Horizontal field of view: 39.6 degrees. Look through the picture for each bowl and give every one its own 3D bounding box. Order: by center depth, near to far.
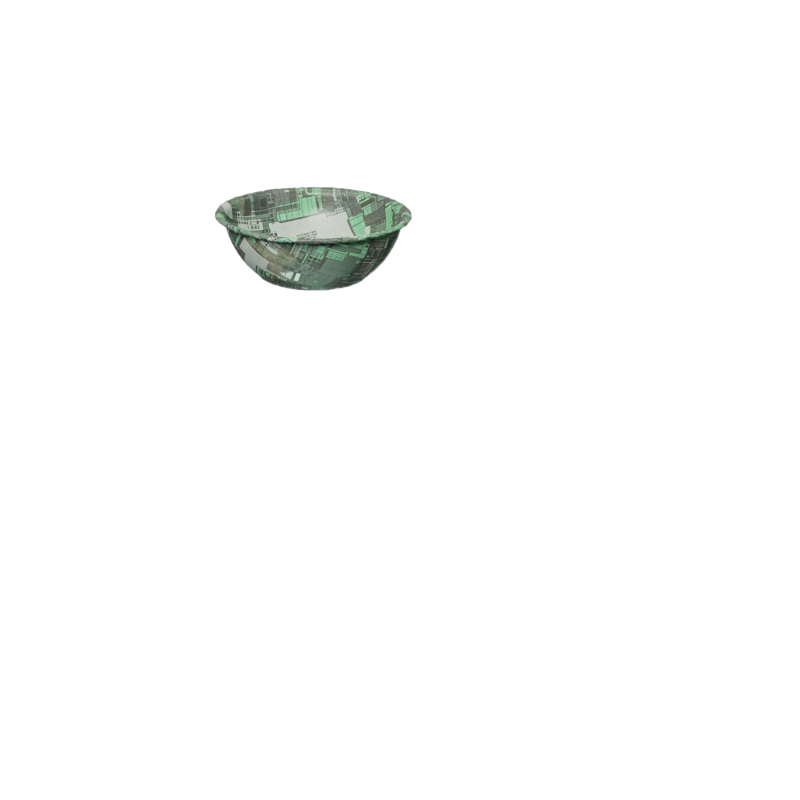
[{"bbox_3d":[-0.072,-0.131,0.920,0.162,0.052,0.170,-1,24,-2],"label":"bowl"}]
